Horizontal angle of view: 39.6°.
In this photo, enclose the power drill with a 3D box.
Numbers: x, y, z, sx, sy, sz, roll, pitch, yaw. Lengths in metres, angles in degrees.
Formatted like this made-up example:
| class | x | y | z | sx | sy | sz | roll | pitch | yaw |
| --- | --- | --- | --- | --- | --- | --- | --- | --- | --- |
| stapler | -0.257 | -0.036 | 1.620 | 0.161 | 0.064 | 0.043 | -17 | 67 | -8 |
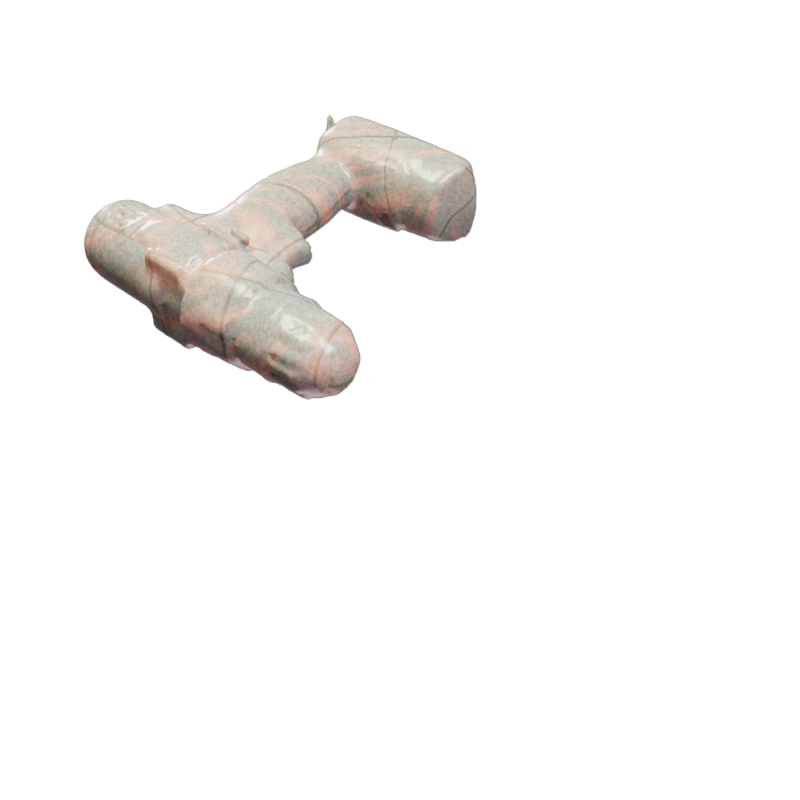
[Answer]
| class | x | y | z | sx | sy | sz | roll | pitch | yaw |
| --- | --- | --- | --- | --- | --- | --- | --- | --- | --- |
| power drill | -0.046 | -0.084 | 0.586 | 0.197 | 0.054 | 0.188 | 30 | 46 | 34 |
